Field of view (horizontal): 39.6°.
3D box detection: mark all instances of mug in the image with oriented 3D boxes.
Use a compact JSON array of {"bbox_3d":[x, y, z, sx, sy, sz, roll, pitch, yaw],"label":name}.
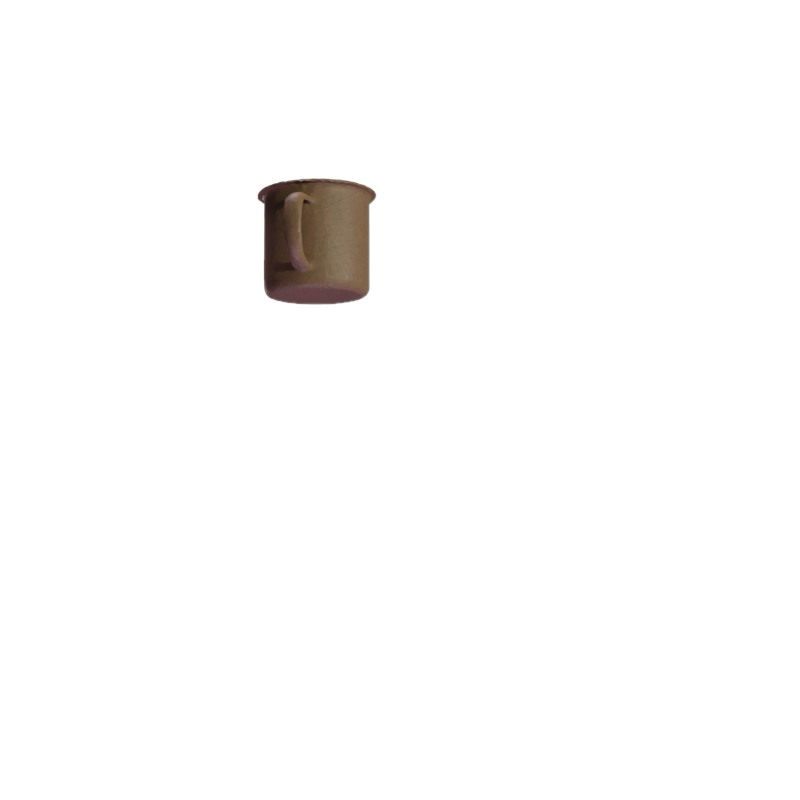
[{"bbox_3d":[-0.066,-0.121,0.847,0.094,0.084,0.113,-2,-8,10],"label":"mug"}]
